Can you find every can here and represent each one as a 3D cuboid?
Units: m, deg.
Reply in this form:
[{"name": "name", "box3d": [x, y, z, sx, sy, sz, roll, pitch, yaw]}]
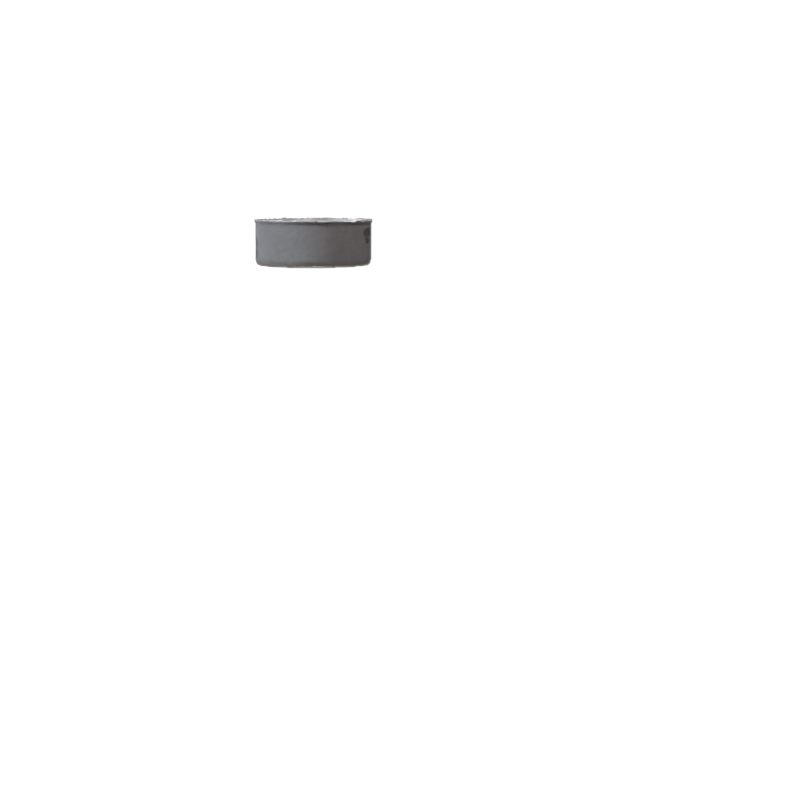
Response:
[{"name": "can", "box3d": [-0.063, -0.115, 0.806, 0.086, 0.033, 0.087, 0, 10, -2]}]
